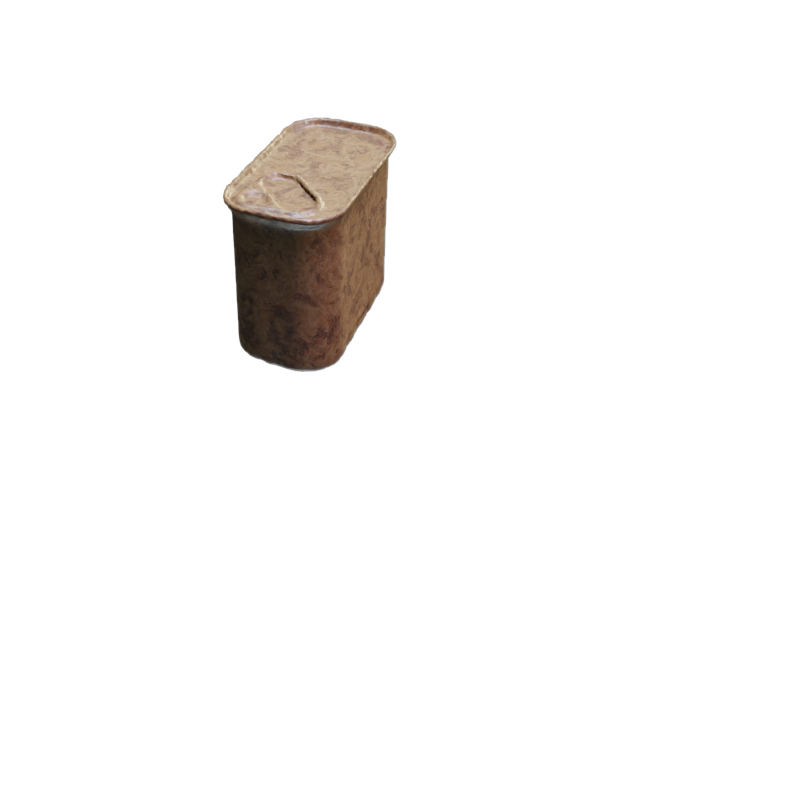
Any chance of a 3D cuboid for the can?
[{"bbox_3d":[-0.042,-0.076,0.531,0.059,0.078,0.106,12,36,14],"label":"can"}]
